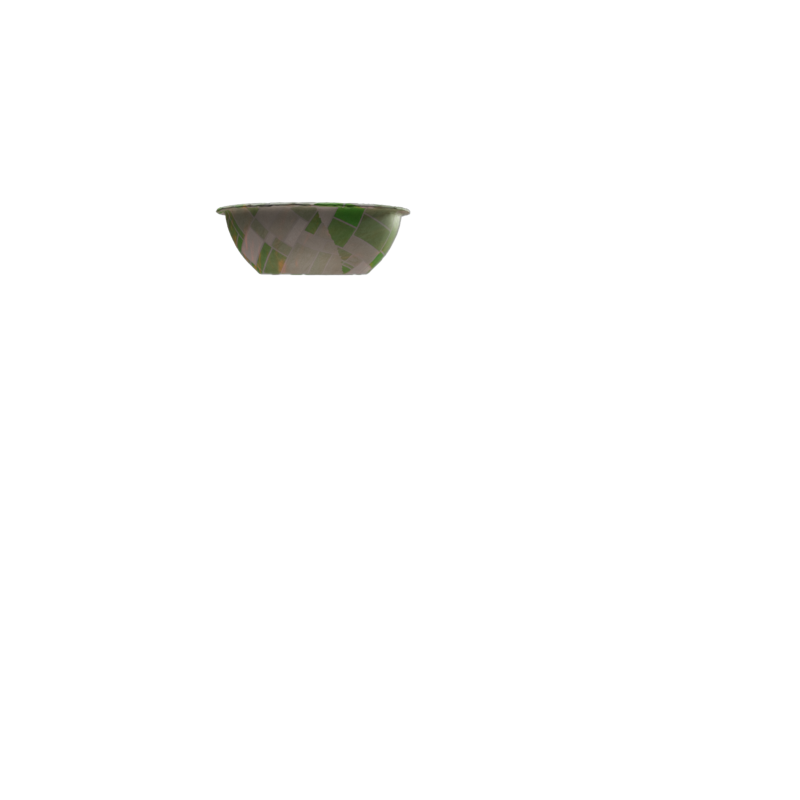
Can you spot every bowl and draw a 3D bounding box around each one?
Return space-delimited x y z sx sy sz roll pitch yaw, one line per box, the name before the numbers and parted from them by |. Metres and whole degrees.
bowl | -0.072 -0.132 0.923 0.162 0.055 0.163 0 5 -2
